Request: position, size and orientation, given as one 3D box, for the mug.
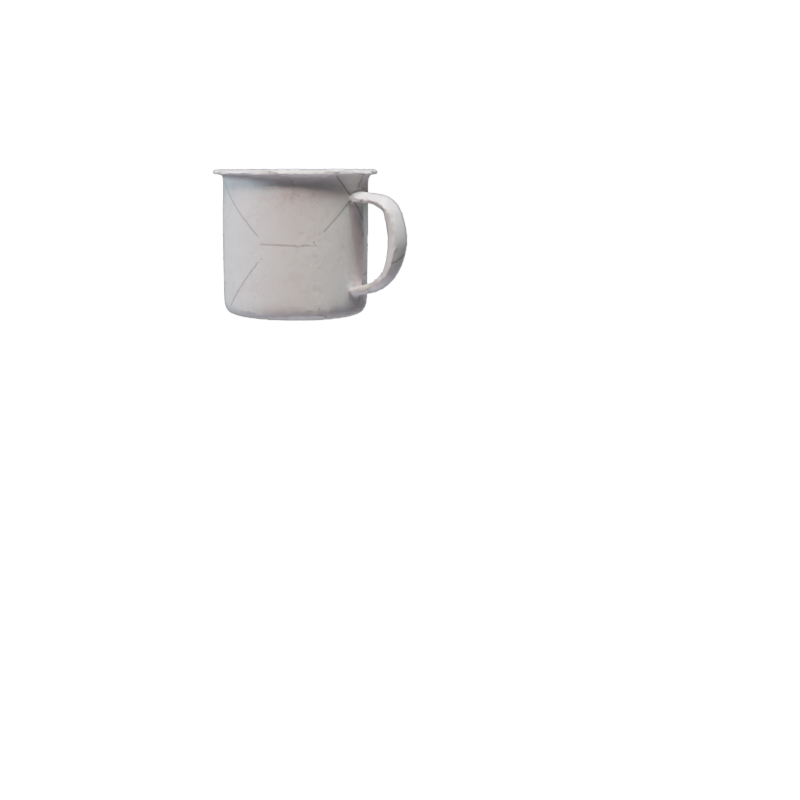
[{"bbox_3d":[-0.049,-0.089,0.622,0.122,0.080,0.091,6,10,30],"label":"mug"}]
